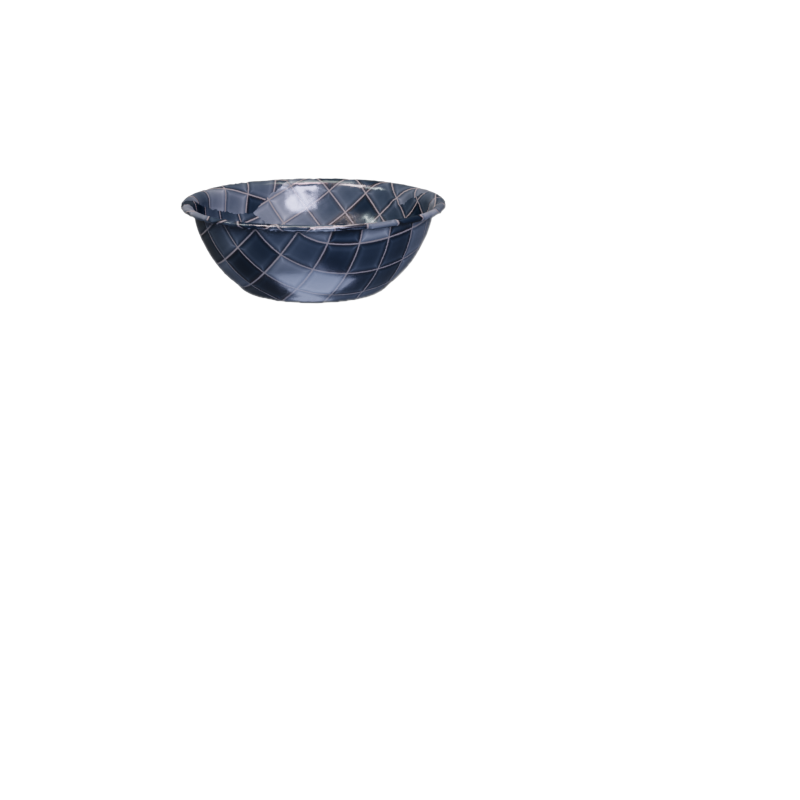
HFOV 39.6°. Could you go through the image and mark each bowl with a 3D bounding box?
[{"bbox_3d":[-0.054,-0.098,0.686,0.162,0.053,0.168,-1,19,-2],"label":"bowl"}]
